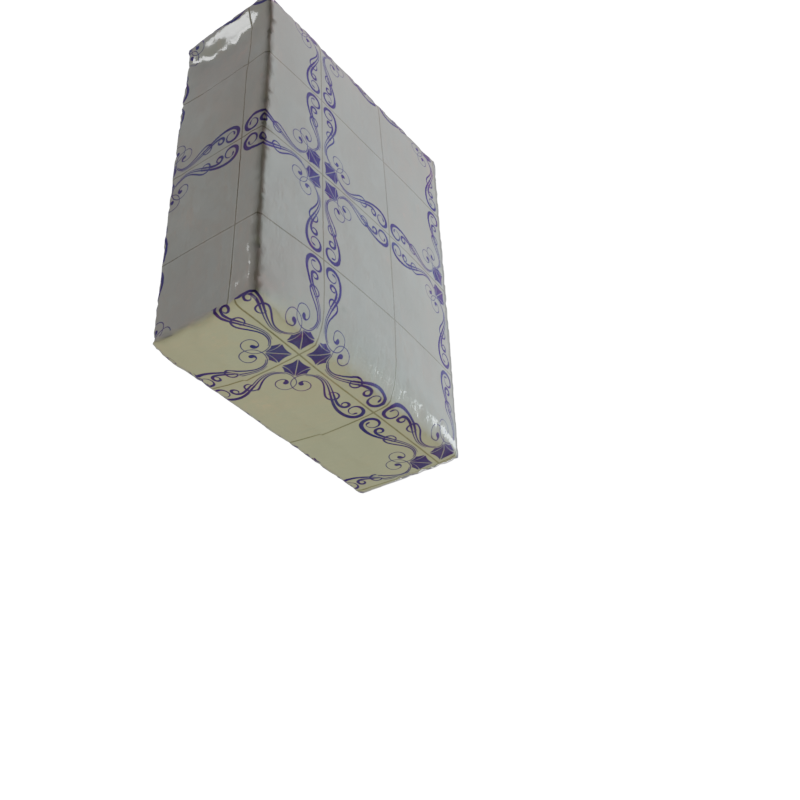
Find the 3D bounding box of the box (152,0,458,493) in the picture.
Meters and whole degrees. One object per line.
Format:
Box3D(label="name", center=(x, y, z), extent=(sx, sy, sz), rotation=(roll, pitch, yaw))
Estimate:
Box3D(label="box", center=(-0.046, -0.084, 0.590), extent=(0.072, 0.229, 0.152), rotation=(-27, -44, 27))
